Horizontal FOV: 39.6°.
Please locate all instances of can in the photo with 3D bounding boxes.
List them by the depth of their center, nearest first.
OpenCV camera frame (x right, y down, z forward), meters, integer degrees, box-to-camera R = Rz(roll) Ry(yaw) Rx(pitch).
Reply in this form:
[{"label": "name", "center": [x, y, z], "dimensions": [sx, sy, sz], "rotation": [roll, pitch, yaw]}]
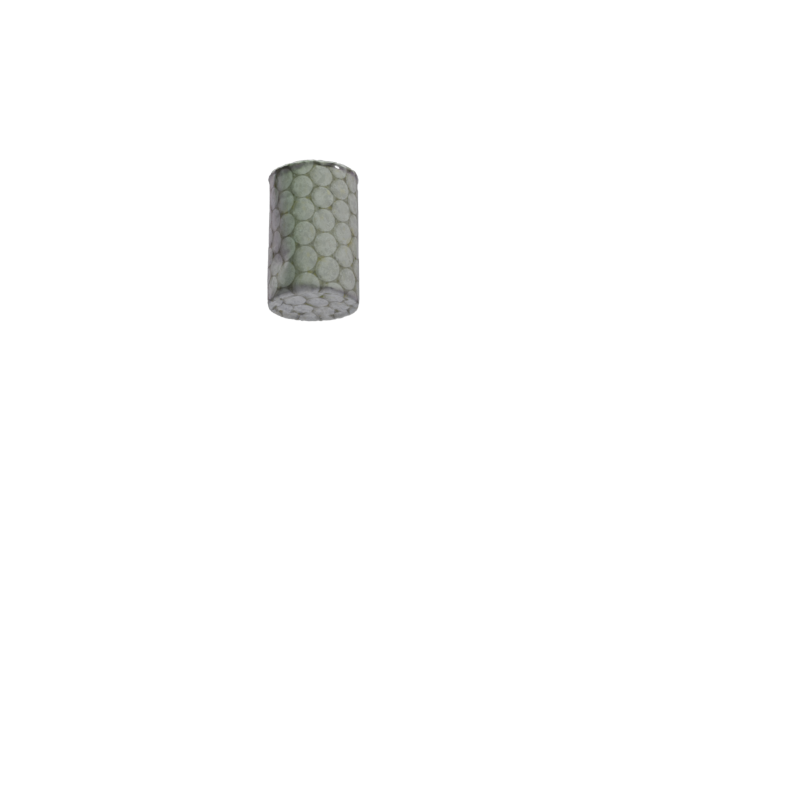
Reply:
[{"label": "can", "center": [-0.064, -0.116, 0.813], "dimensions": [0.068, 0.107, 0.065], "rotation": [0, -20, -2]}]
